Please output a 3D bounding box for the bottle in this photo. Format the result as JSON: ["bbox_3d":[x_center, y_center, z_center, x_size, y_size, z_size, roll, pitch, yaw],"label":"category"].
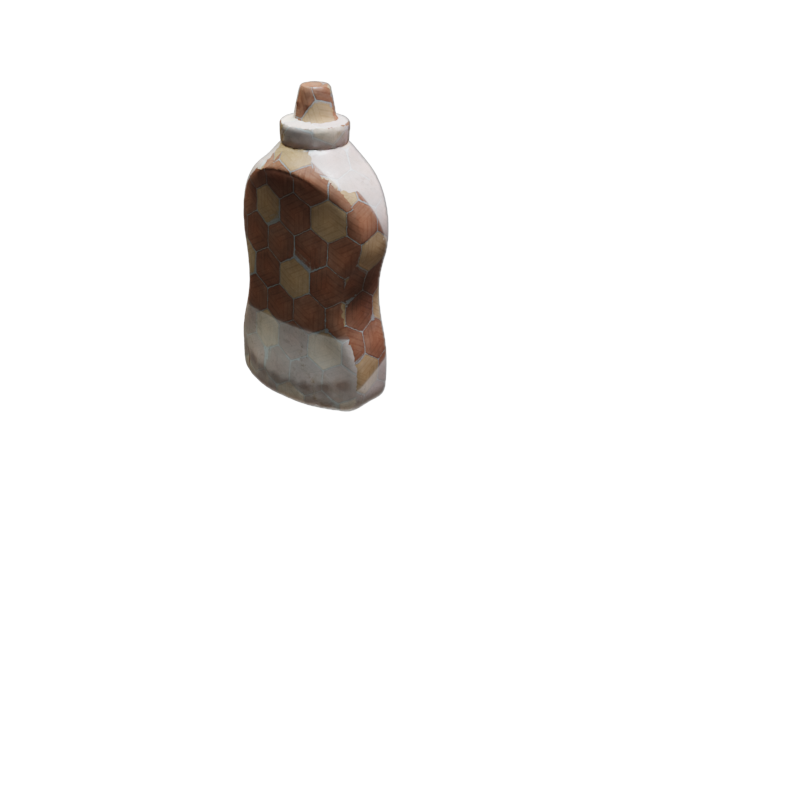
[{"bbox_3d":[-0.052,-0.095,0.665,0.102,0.182,0.058,21,29,37],"label":"bottle"}]
